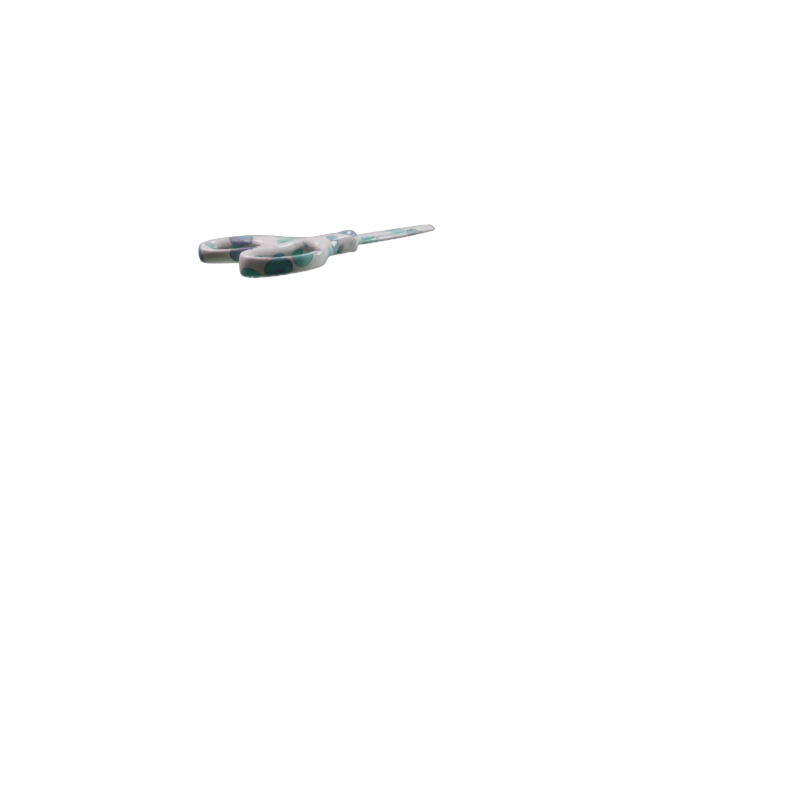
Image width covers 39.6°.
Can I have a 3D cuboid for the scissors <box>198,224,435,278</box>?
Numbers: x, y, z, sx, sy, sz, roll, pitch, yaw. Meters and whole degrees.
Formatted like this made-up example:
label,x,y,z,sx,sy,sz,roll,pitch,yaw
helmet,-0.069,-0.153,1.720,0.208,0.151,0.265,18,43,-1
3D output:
label,x,y,z,sx,sy,sz,roll,pitch,yaw
scissors,-0.060,-0.110,0.769,0.100,0.015,0.200,8,19,26
